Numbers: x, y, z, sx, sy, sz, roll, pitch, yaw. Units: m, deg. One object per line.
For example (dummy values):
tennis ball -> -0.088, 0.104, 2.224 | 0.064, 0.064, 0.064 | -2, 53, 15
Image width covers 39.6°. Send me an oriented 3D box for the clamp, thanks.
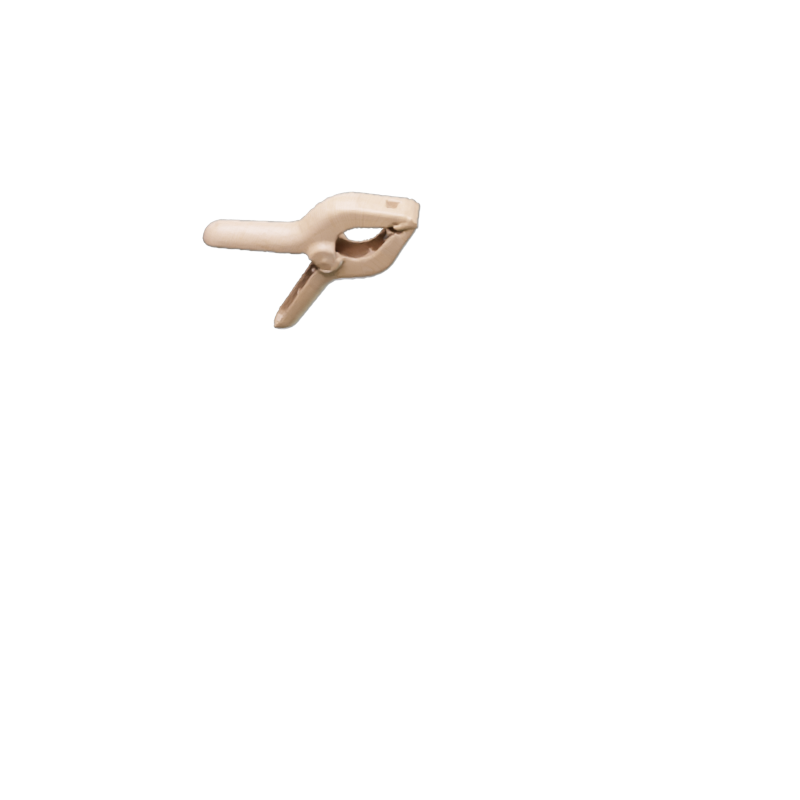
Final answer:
clamp -> -0.069, -0.126, 0.880 | 0.171, 0.042, 0.112 | -27, -48, 27
